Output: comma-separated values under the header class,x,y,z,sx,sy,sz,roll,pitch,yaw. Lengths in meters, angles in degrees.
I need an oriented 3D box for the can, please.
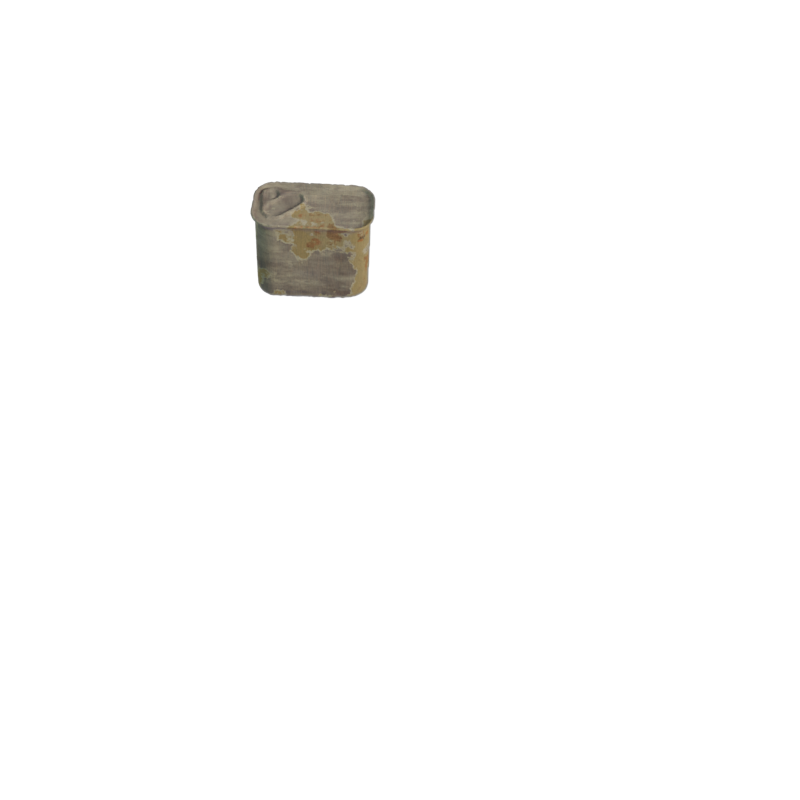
class,x,y,z,sx,sy,sz,roll,pitch,yaw
can,-0.074,-0.134,0.941,0.102,0.061,0.078,3,-44,2
